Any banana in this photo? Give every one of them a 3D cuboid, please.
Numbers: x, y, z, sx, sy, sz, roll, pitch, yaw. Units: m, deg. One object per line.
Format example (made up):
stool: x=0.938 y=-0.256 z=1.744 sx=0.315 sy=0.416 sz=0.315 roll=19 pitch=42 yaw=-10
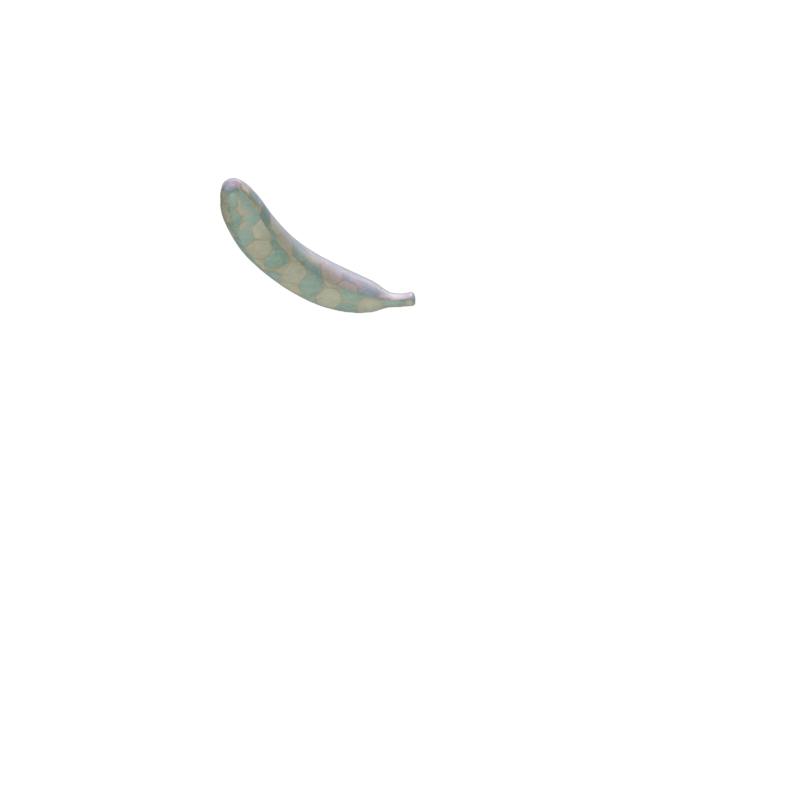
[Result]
banana: x=-0.078 y=-0.115 z=0.879 sx=0.186 sy=0.039 sz=0.069 roll=28 pitch=-45 yaw=-33
